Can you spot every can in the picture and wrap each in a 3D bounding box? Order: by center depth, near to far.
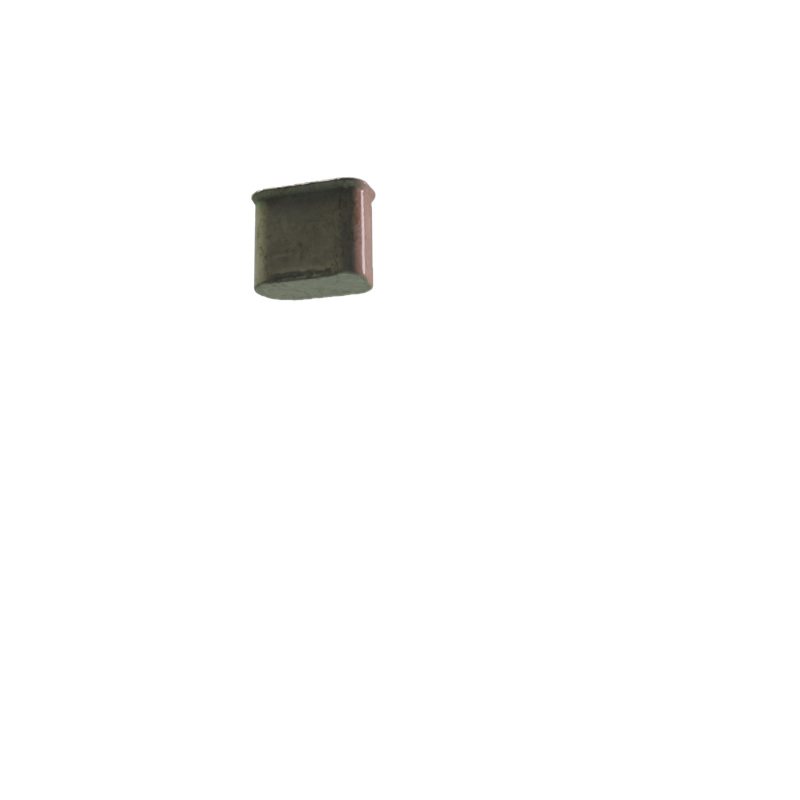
[{"bbox_3d":[-0.072,-0.131,0.916,0.104,0.087,0.054,-6,-17,18],"label":"can"}]
